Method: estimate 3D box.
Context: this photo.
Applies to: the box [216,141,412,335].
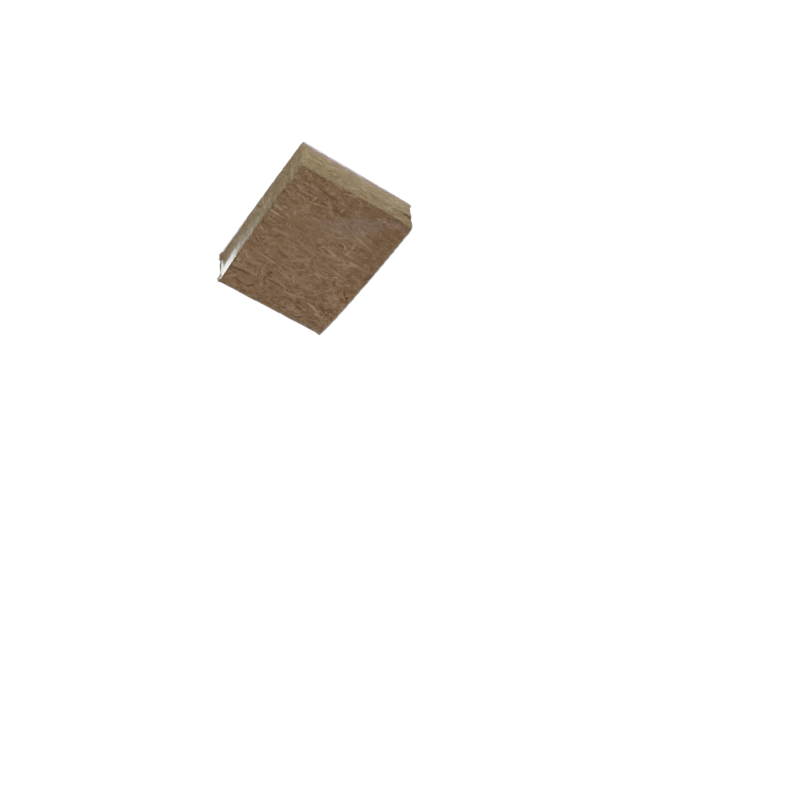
[{"bbox_3d":[-0.059,-0.109,0.761,0.086,0.111,0.041,30,28,-19],"label":"box"}]
